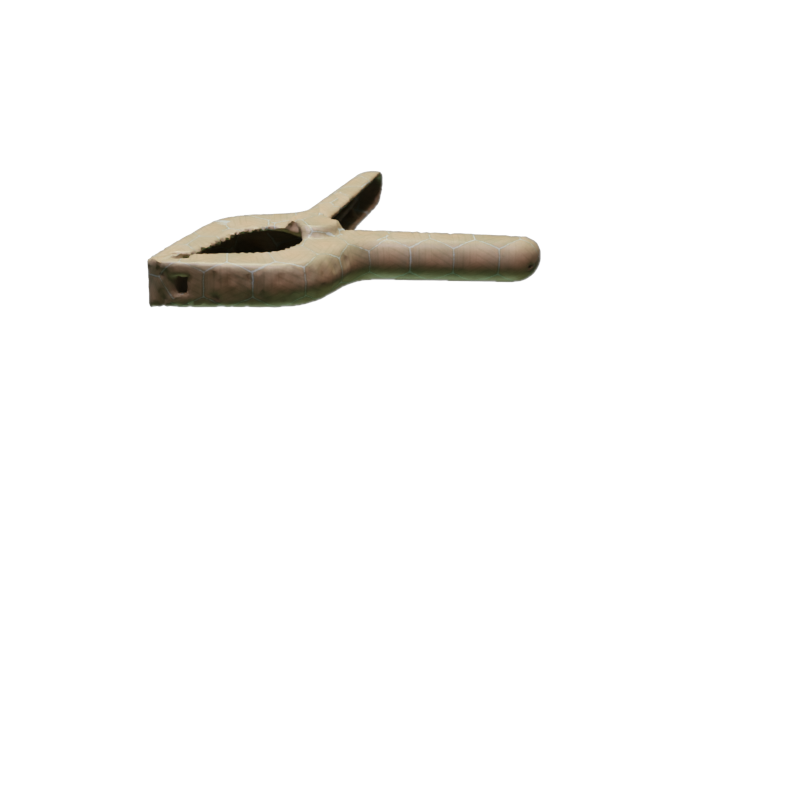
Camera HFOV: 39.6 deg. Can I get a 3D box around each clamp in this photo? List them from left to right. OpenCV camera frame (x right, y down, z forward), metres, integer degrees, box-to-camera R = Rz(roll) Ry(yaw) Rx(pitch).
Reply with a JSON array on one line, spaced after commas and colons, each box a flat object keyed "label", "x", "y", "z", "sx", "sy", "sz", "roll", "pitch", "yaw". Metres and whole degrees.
[{"label": "clamp", "x": -0.050, "y": -0.091, "z": 0.640, "sx": 0.206, "sy": 0.035, "sz": 0.176, "roll": -13, "pitch": 29, "yaw": -24}]
